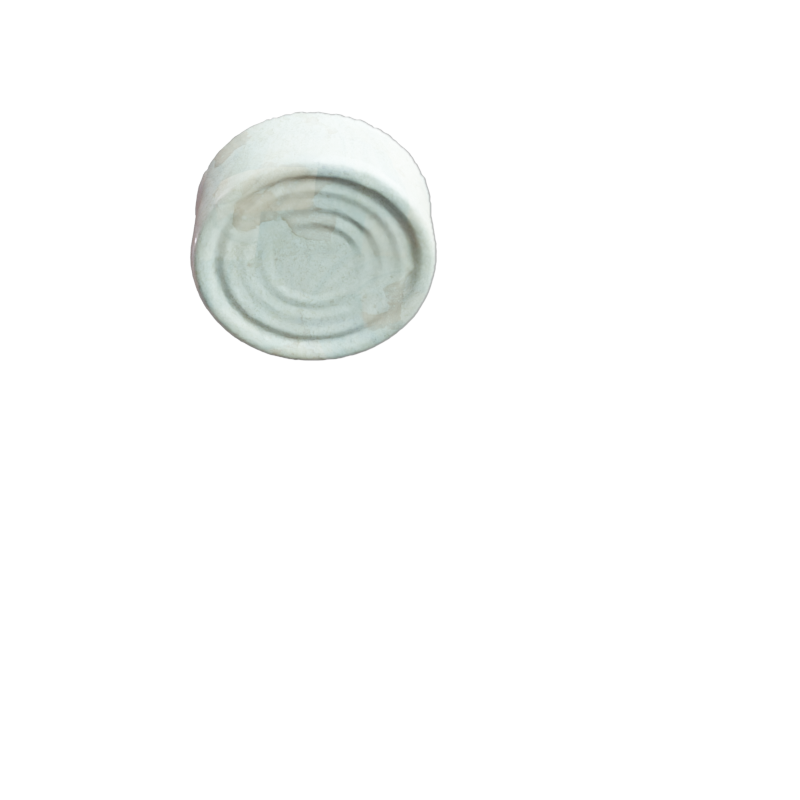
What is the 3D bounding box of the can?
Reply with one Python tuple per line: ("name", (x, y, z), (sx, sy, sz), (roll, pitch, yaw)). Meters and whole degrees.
("can", (-0.030, -0.056, 0.389), (0.086, 0.080, 0.036), (1, 37, -1))
